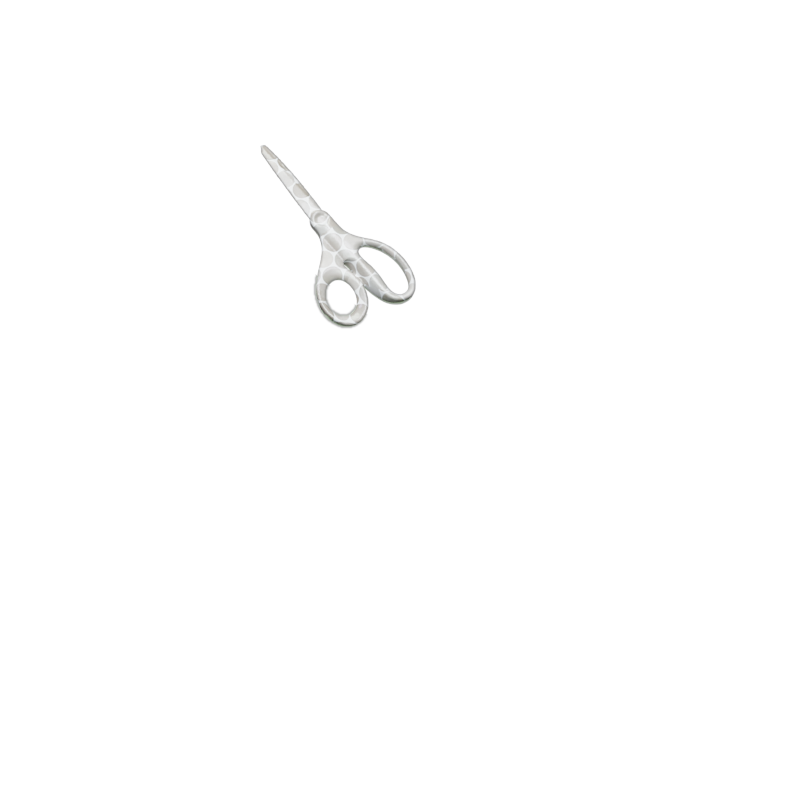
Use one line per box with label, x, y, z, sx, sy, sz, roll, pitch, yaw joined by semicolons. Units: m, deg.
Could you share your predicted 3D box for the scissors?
scissors;-0.078;-0.143;0.998;0.209;0.098;0.015;37;-19;15
